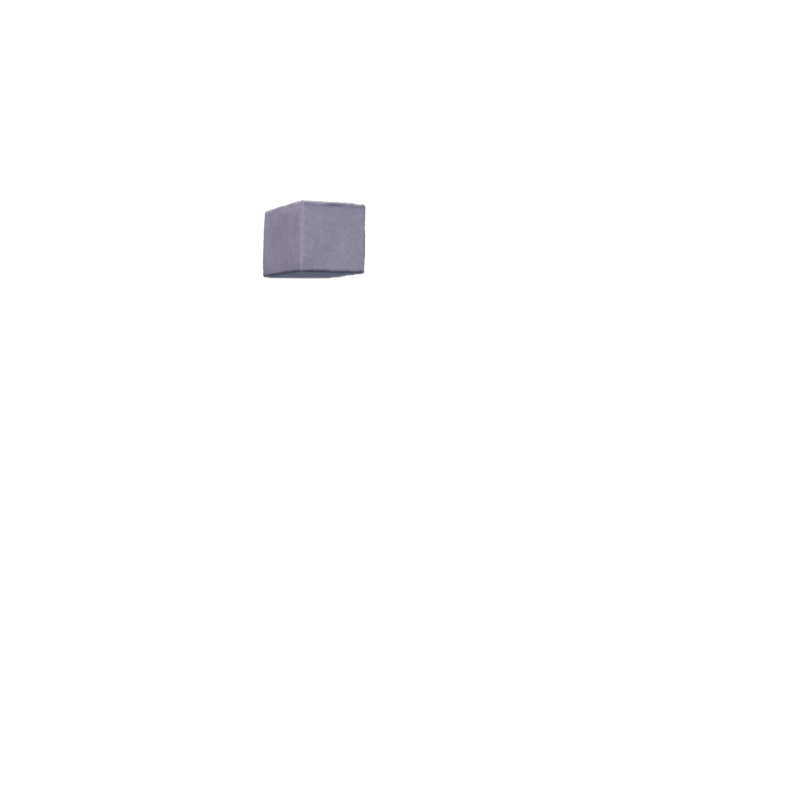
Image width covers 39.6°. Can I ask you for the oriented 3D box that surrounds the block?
[{"bbox_3d":[-0.065,-0.118,0.826,0.051,0.052,0.080,0,0,-26],"label":"block"}]
